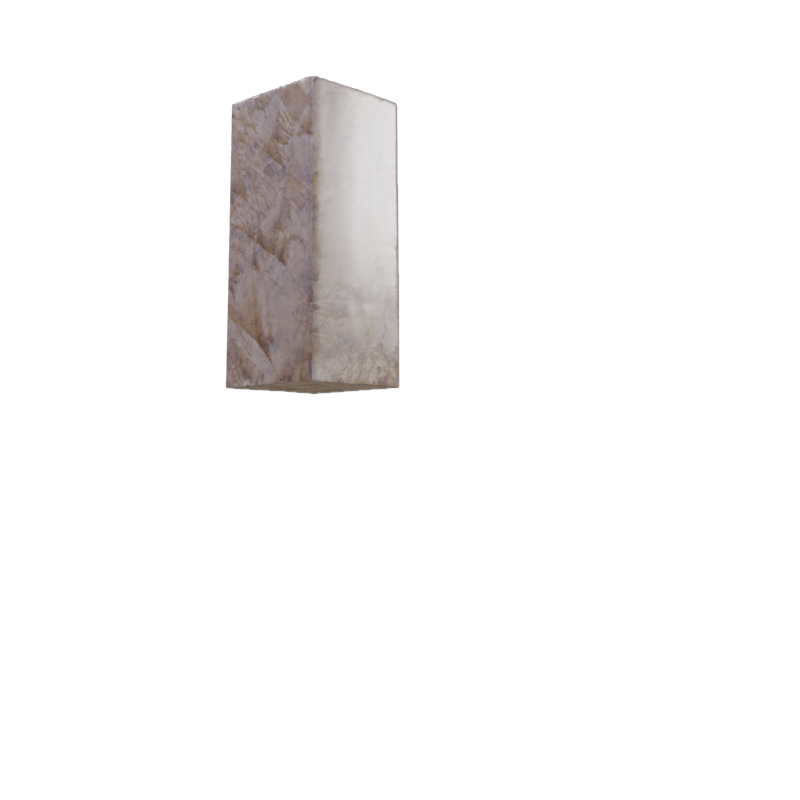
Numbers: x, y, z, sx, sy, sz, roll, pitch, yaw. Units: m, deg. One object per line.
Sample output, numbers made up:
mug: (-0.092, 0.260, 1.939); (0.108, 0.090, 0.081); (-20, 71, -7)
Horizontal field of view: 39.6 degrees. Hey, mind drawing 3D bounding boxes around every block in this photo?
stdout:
block: (-0.061, -0.112, 0.786); (0.093, 0.212, 0.086); (-10, -14, 43)
